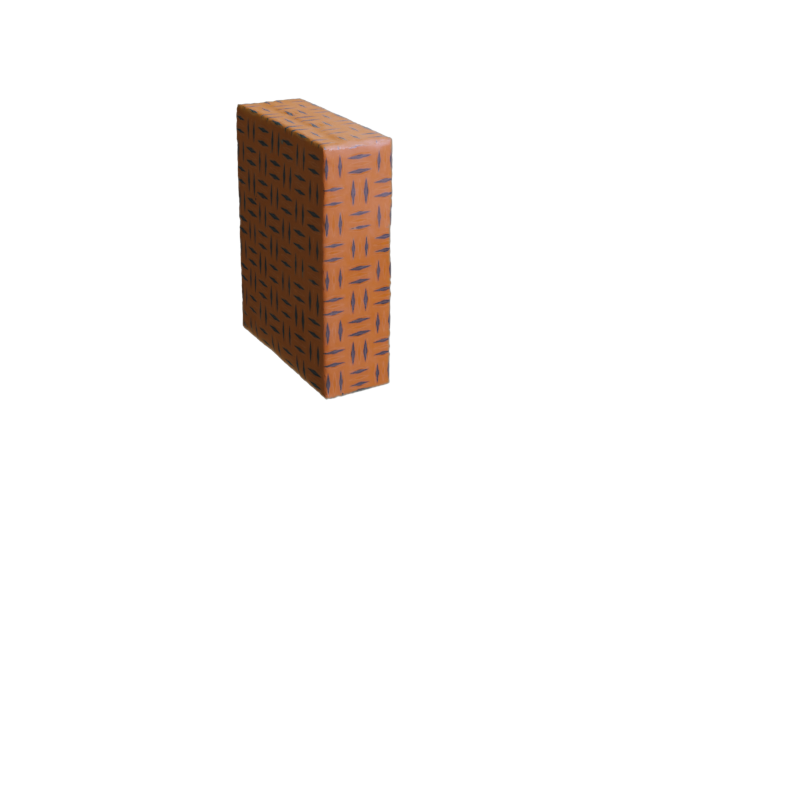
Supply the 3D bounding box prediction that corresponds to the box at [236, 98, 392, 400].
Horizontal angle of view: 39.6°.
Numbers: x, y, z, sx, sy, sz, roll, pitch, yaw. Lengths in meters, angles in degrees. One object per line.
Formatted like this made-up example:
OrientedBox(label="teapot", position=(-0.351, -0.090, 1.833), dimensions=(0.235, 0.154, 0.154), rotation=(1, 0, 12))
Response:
OrientedBox(label="box", position=(-0.073, -0.134, 0.937), dimensions=(0.070, 0.204, 0.176), rotation=(-11, 26, -28))
